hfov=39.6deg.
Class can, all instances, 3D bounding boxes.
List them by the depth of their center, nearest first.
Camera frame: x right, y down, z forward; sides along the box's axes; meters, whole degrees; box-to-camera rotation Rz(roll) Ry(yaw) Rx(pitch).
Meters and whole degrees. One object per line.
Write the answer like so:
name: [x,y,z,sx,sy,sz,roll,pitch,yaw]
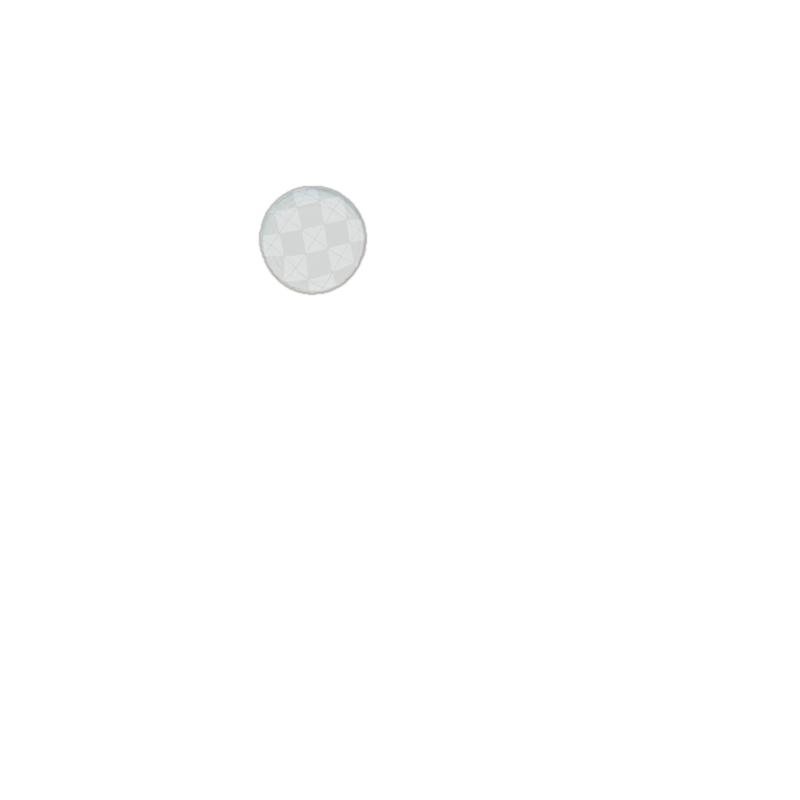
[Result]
can: [-0.071,-0.130,0.912,0.086,0.088,0.033,0,-7,-1]
